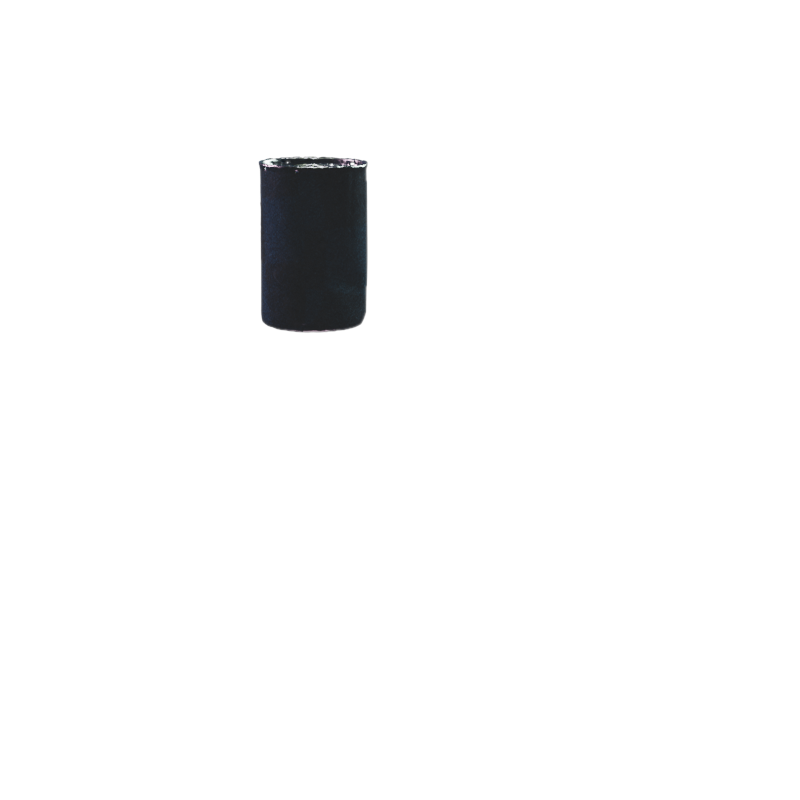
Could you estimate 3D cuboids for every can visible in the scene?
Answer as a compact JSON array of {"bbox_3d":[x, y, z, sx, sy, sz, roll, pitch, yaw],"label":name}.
[{"bbox_3d":[-0.055,-0.100,0.698,0.068,0.100,0.071,0,12,-2],"label":"can"}]
